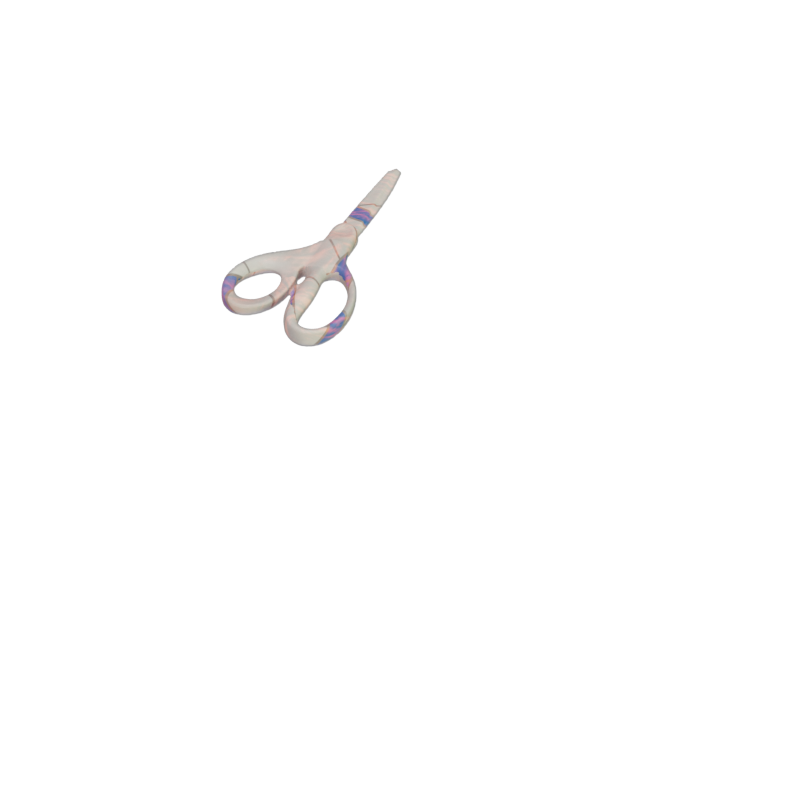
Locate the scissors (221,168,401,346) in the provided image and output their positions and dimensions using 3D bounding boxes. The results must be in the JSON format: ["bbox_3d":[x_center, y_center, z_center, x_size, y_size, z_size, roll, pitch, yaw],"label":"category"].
[{"bbox_3d":[-0.059,-0.108,0.756,0.097,0.015,0.214,5,41,6],"label":"scissors"}]
